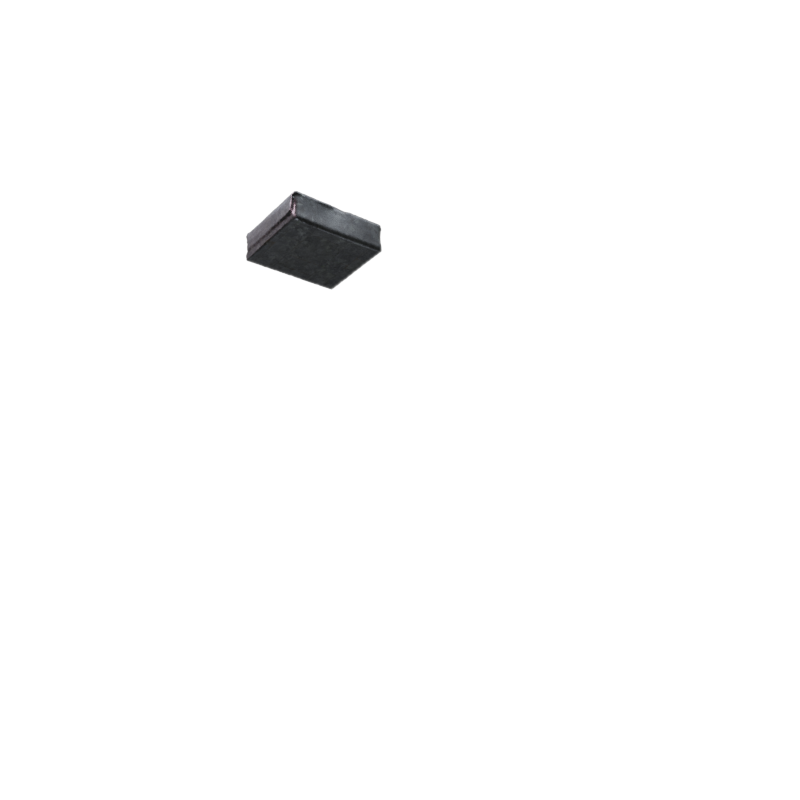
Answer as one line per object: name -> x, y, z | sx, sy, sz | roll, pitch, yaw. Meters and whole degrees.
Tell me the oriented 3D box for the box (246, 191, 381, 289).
box -> -0.072, -0.131, 0.914 | 0.085, 0.032, 0.072 | 19, -35, -30
